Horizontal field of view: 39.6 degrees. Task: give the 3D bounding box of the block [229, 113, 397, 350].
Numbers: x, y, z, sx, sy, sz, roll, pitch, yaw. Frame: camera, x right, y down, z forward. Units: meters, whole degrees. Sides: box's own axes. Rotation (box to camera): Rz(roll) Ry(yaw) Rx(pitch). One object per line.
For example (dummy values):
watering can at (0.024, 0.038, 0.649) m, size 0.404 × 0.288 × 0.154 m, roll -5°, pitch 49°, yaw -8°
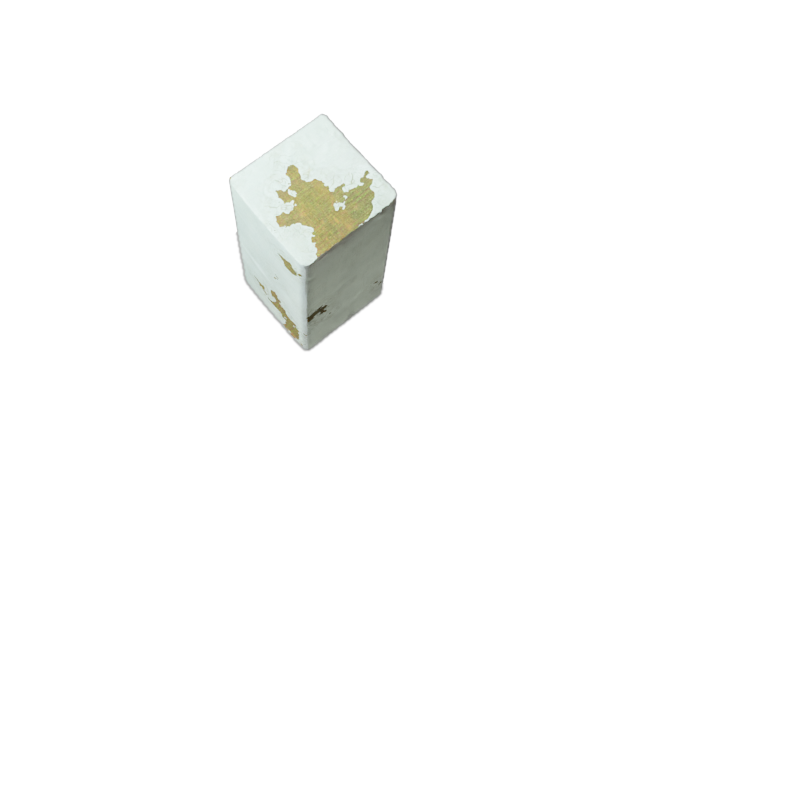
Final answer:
block at (-0.069, -0.126, 0.884) m, size 0.091 × 0.094 × 0.198 m, roll -38°, pitch -11°, yaw -13°
